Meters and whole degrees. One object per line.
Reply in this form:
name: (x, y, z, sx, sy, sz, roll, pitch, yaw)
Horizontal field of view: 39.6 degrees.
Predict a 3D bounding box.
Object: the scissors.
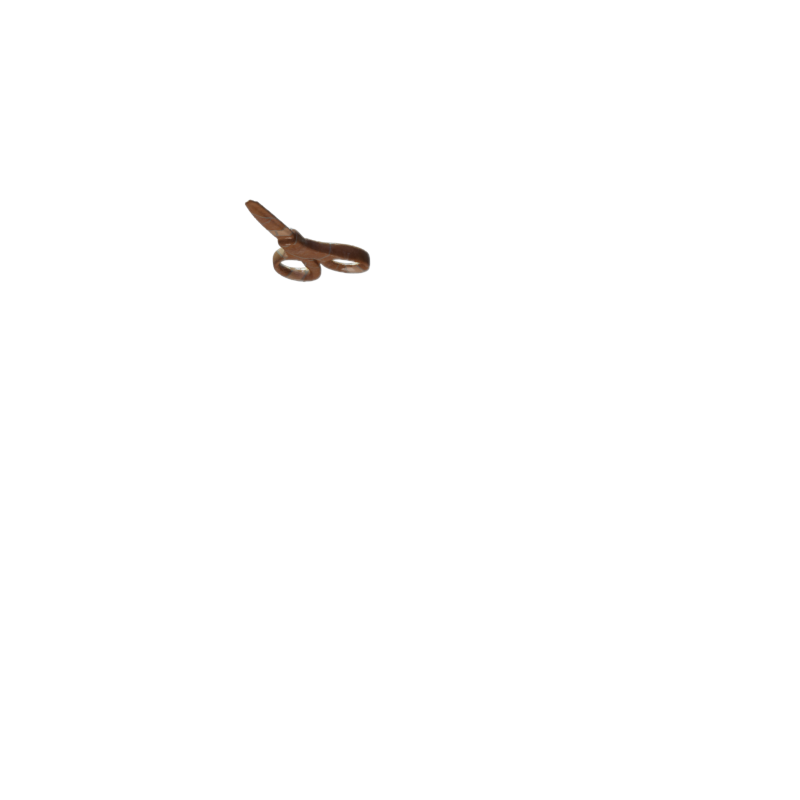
scissors: (-0.073, -0.133, 0.931, 0.096, 0.016, 0.195, 0, -10, -1)
